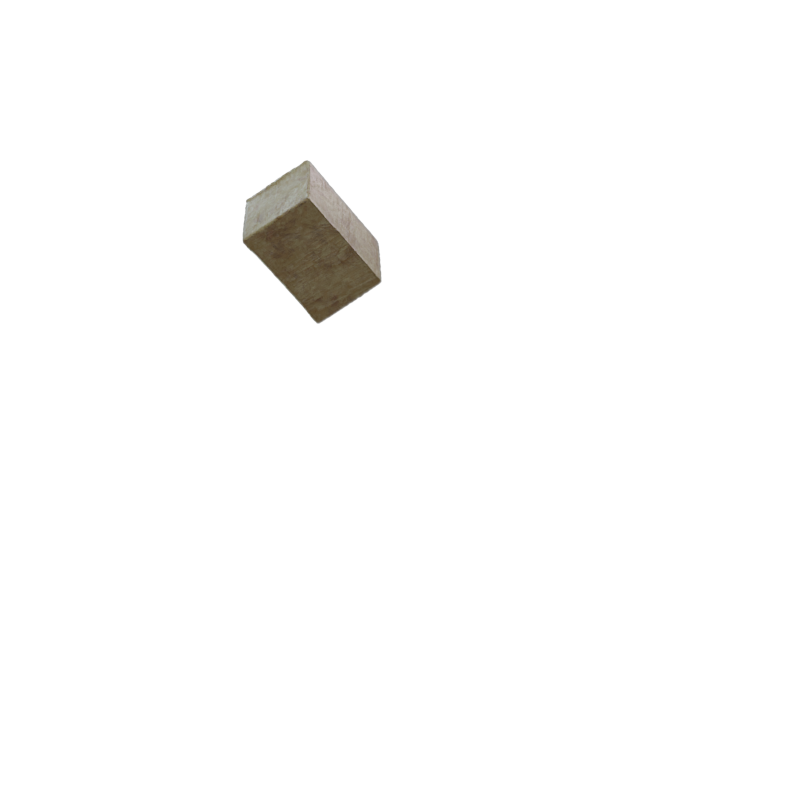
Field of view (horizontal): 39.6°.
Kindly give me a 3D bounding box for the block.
[{"bbox_3d":[-0.055,-0.099,0.696,0.053,0.073,0.055,-31,29,18],"label":"block"}]
